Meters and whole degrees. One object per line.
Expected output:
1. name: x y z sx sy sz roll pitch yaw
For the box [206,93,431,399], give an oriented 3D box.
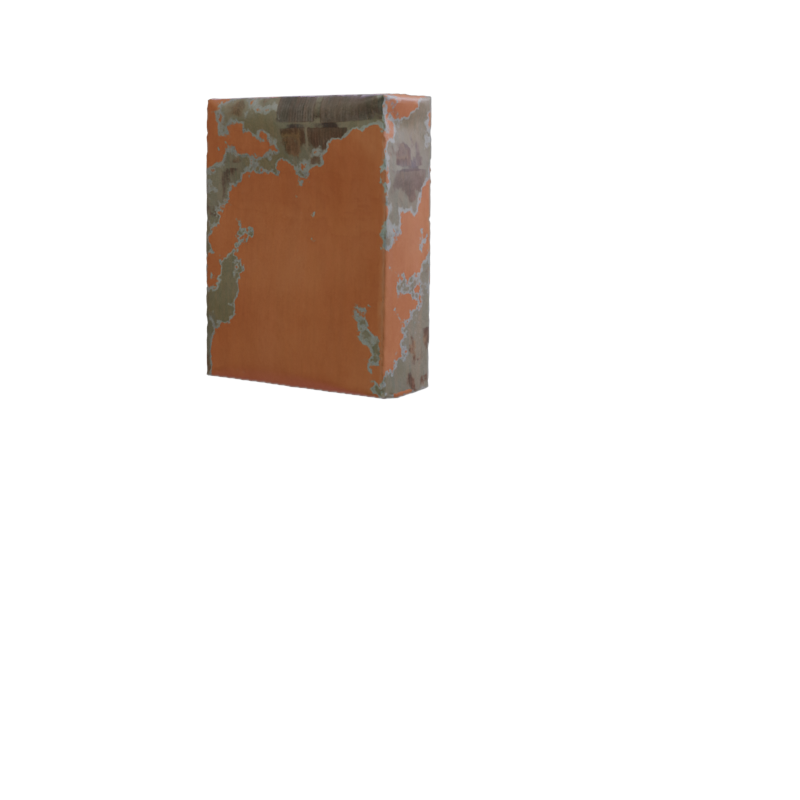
1. box: -0.064 -0.117 0.818 0.171 0.211 0.070 6 8 34
